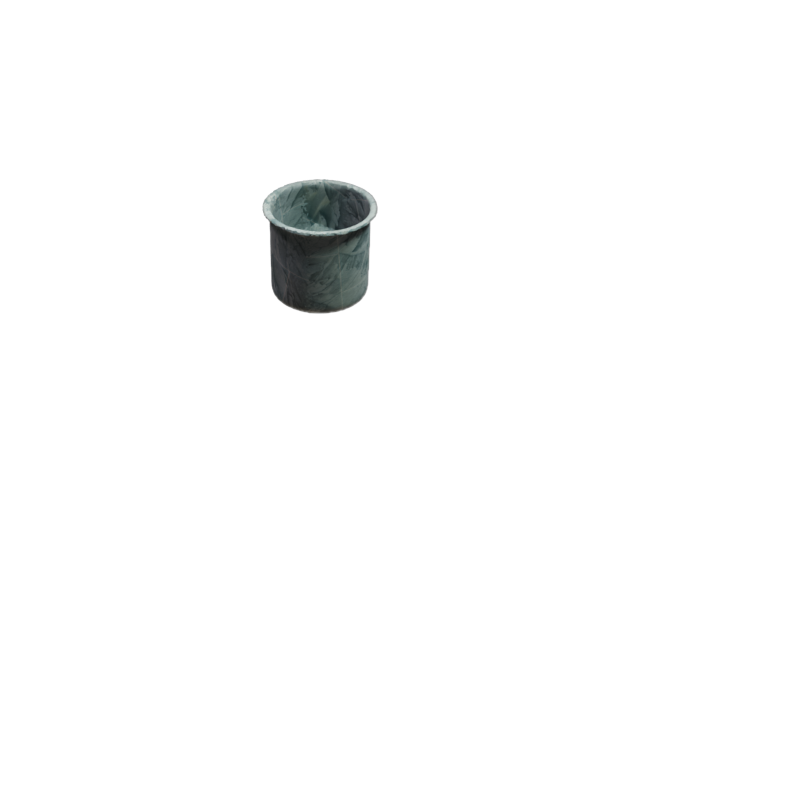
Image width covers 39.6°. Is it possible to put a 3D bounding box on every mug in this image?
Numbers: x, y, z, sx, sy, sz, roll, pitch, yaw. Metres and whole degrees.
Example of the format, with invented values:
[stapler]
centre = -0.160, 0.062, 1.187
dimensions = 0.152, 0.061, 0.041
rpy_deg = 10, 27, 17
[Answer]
[mug]
centre = -0.072, -0.131, 0.921
dimensions = 0.092, 0.076, 0.126
rpy_deg = -17, 39, -24
